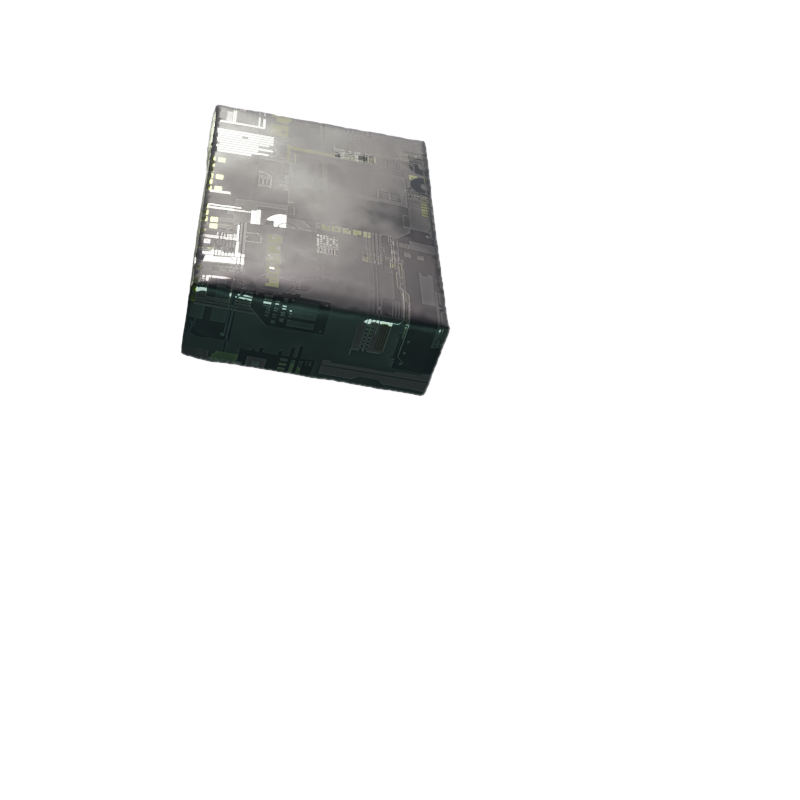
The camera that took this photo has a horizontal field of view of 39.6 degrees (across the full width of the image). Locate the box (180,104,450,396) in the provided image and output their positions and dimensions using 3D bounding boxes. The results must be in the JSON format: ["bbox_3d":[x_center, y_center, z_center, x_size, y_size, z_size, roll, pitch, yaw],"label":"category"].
[{"bbox_3d":[-0.060,-0.110,0.772,0.162,0.068,0.229,8,41,-10],"label":"box"}]
